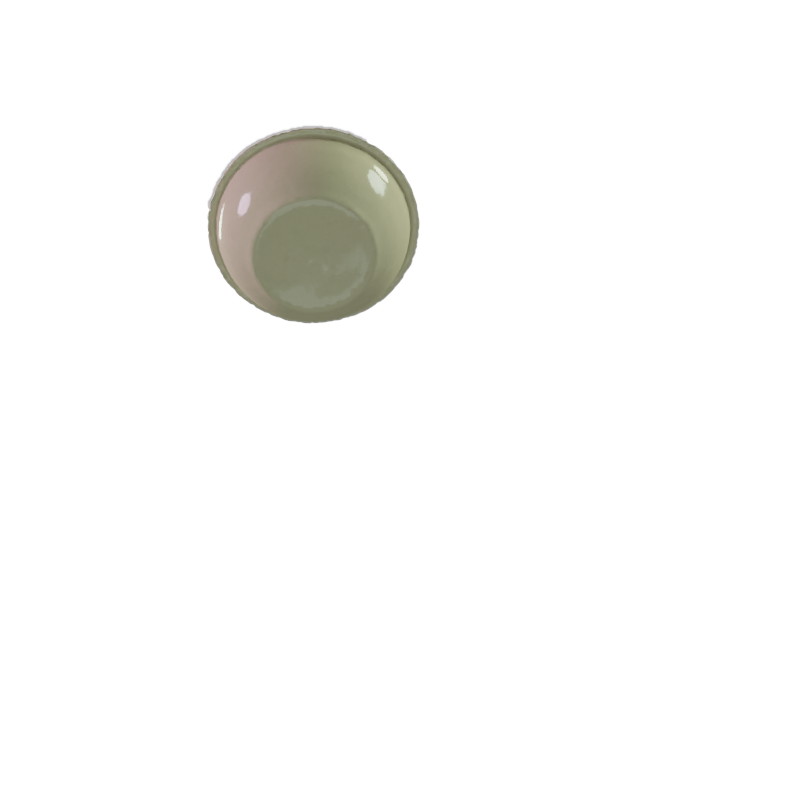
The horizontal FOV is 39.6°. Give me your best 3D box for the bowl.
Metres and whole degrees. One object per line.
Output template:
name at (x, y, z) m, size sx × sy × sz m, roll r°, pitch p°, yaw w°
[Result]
bowl at (-0.064, -0.118, 0.823) m, size 0.162 × 0.154 × 0.058 m, roll 1°, pitch 25°, yaw -1°
